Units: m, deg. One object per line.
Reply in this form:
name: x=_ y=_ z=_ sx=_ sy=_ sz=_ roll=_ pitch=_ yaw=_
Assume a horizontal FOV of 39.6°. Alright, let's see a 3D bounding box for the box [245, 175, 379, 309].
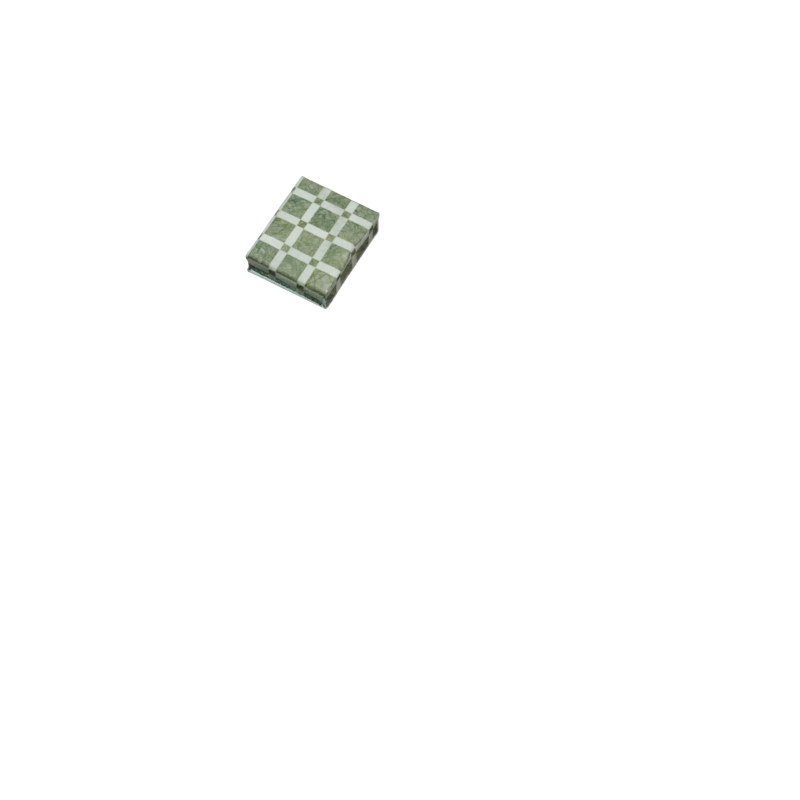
box: x=-0.069 y=-0.125 z=0.875 sx=0.076 sy=0.092 sz=0.028 roll=26 pitch=-27 yaw=14
